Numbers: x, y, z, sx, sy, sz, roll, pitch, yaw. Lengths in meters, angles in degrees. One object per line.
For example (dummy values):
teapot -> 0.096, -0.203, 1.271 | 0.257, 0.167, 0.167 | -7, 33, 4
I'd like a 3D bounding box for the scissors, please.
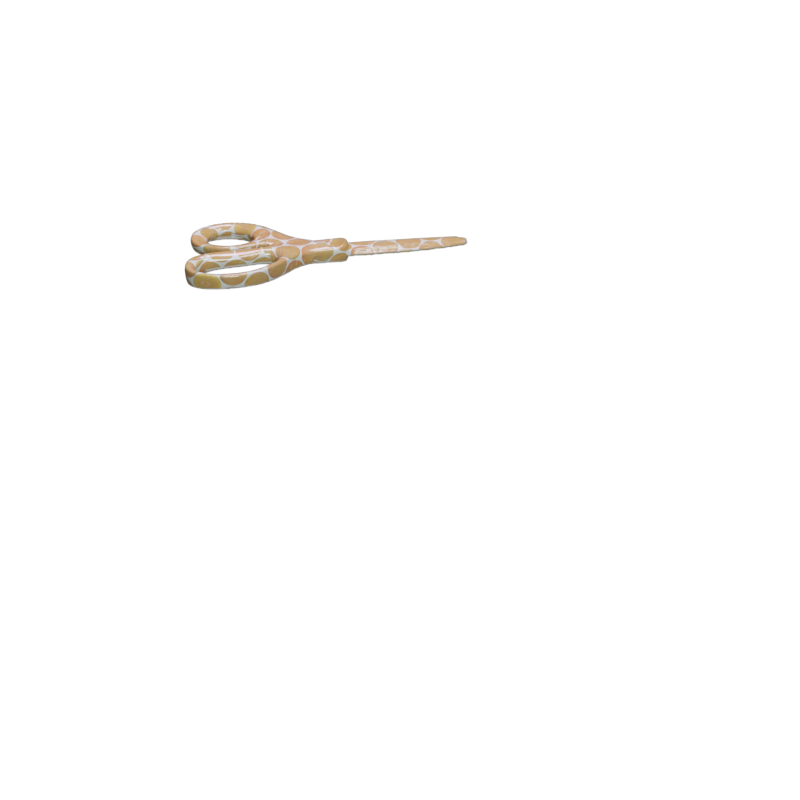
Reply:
scissors -> -0.062, -0.114, 0.797 | 0.198, 0.015, 0.104 | -14, 34, -23
